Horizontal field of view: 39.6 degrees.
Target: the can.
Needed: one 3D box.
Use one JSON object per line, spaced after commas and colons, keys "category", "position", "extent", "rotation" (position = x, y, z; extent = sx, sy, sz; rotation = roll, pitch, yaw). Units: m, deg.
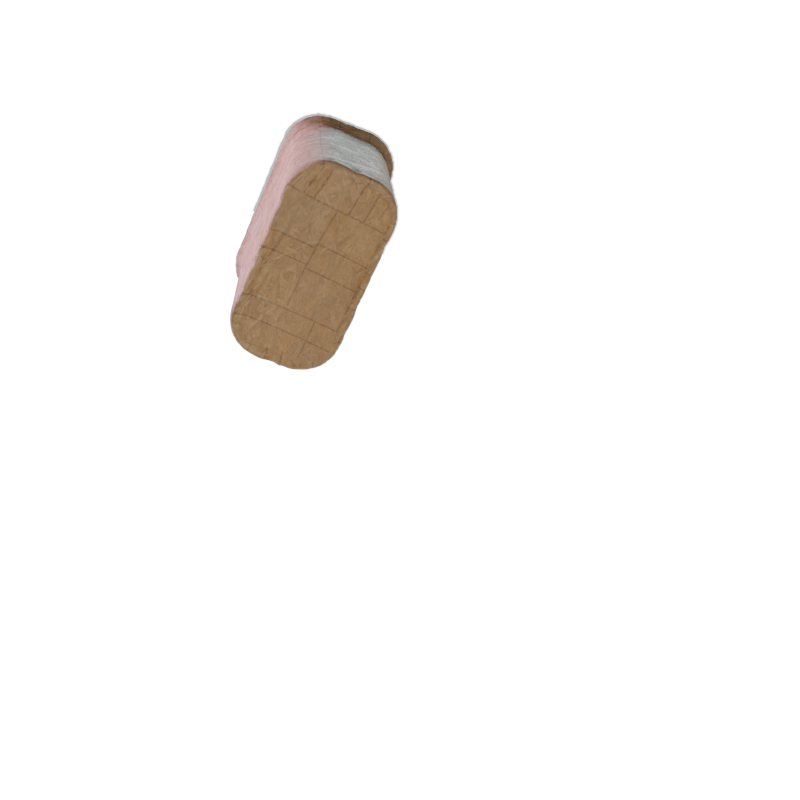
{"category": "can", "position": [-0.041, -0.075, 0.522], "extent": [0.056, 0.099, 0.088], "rotation": [21, 20, -12]}
